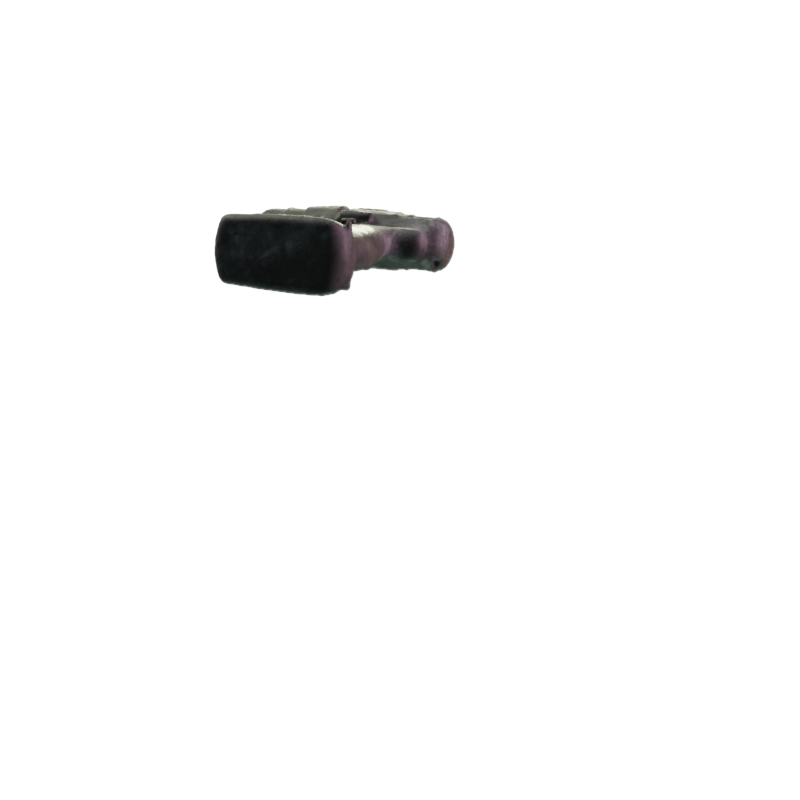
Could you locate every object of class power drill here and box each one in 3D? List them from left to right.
[{"bbox_3d":[-0.069,-0.126,0.884,0.191,0.056,0.186,6,15,23],"label":"power drill"}]
